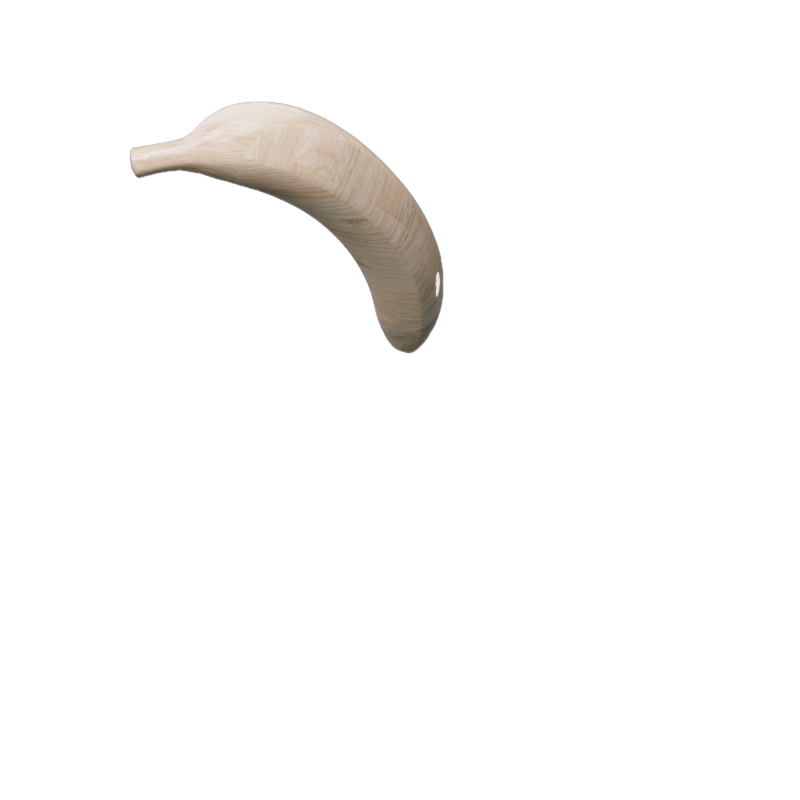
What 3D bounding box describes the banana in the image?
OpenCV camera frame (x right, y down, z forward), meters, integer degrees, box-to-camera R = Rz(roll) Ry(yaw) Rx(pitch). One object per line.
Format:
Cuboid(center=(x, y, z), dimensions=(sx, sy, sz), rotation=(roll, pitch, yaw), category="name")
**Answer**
Cuboid(center=(-0.026, -0.078, 0.487), dimensions=(0.070, 0.039, 0.184), rotation=(-22, -37, 31), category="banana")
